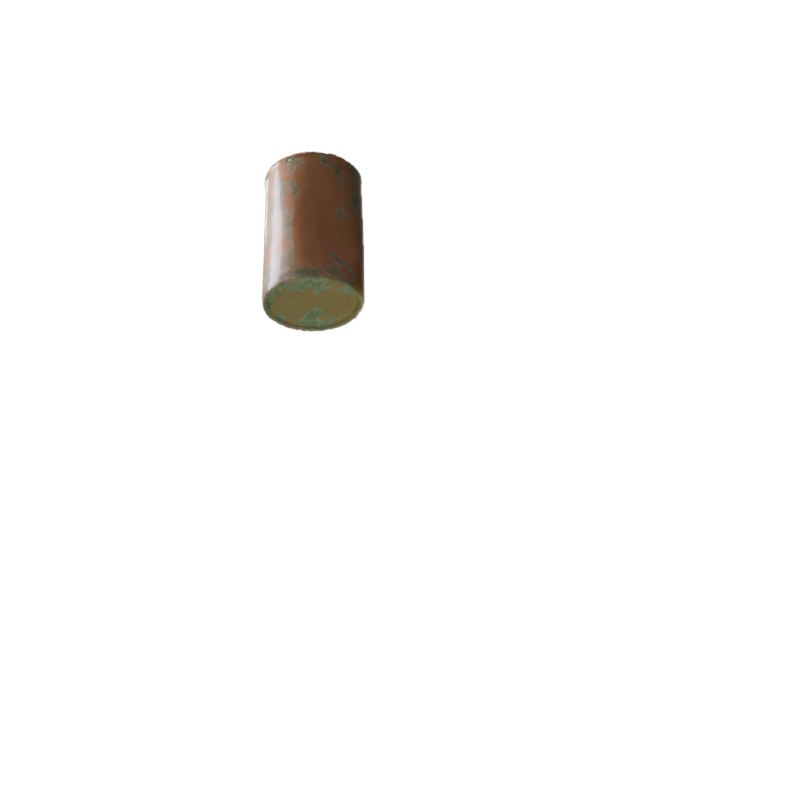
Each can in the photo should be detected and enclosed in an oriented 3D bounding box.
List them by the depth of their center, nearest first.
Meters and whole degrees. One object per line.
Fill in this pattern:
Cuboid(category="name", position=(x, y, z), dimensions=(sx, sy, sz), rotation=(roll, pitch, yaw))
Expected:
Cuboid(category="can", position=(-0.058, -0.106, 0.743), dimensions=(0.068, 0.109, 0.064), rotation=(-1, -32, -2))
